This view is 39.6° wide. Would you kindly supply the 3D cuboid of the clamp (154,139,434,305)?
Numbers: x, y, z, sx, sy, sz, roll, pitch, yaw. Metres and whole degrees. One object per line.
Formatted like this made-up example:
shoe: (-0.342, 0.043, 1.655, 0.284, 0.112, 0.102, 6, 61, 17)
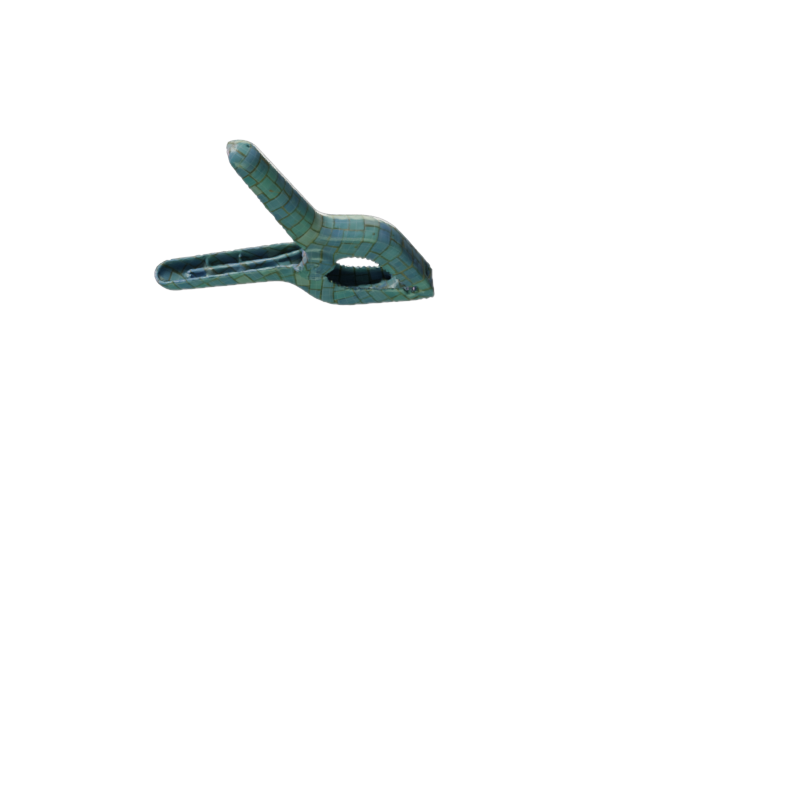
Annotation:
clamp: (-0.065, -0.118, 0.827, 0.205, 0.039, 0.158, 11, -35, -16)
